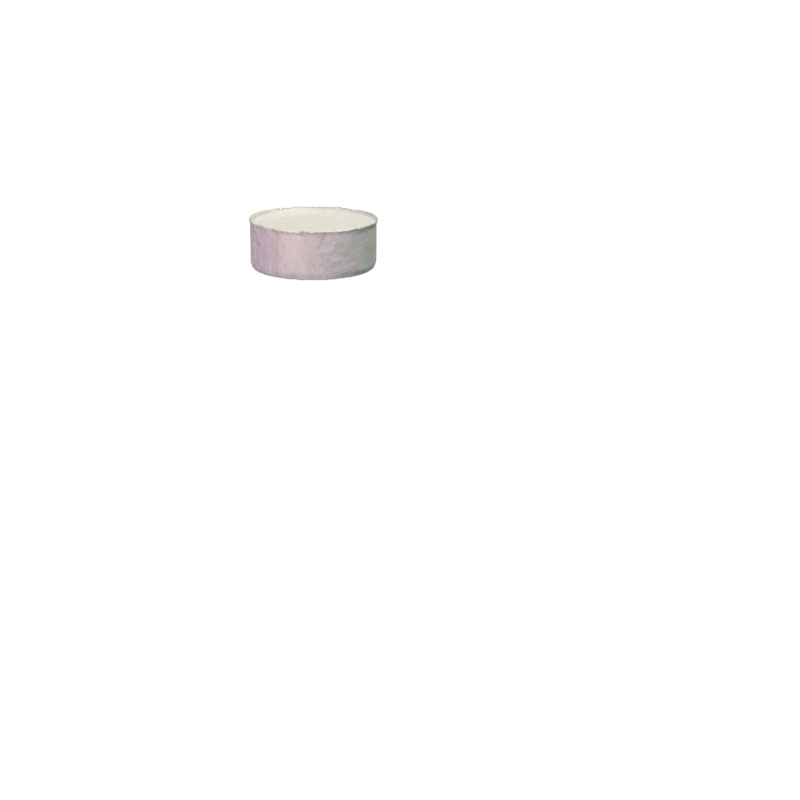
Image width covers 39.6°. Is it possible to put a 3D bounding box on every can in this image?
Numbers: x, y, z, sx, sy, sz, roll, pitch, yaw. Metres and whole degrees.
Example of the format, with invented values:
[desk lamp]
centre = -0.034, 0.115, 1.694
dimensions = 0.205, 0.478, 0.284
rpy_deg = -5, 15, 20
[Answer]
[can]
centre = -0.058, -0.106, 0.741
dimensions = 0.086, 0.032, 0.089
rpy_deg = -1, 19, -2
